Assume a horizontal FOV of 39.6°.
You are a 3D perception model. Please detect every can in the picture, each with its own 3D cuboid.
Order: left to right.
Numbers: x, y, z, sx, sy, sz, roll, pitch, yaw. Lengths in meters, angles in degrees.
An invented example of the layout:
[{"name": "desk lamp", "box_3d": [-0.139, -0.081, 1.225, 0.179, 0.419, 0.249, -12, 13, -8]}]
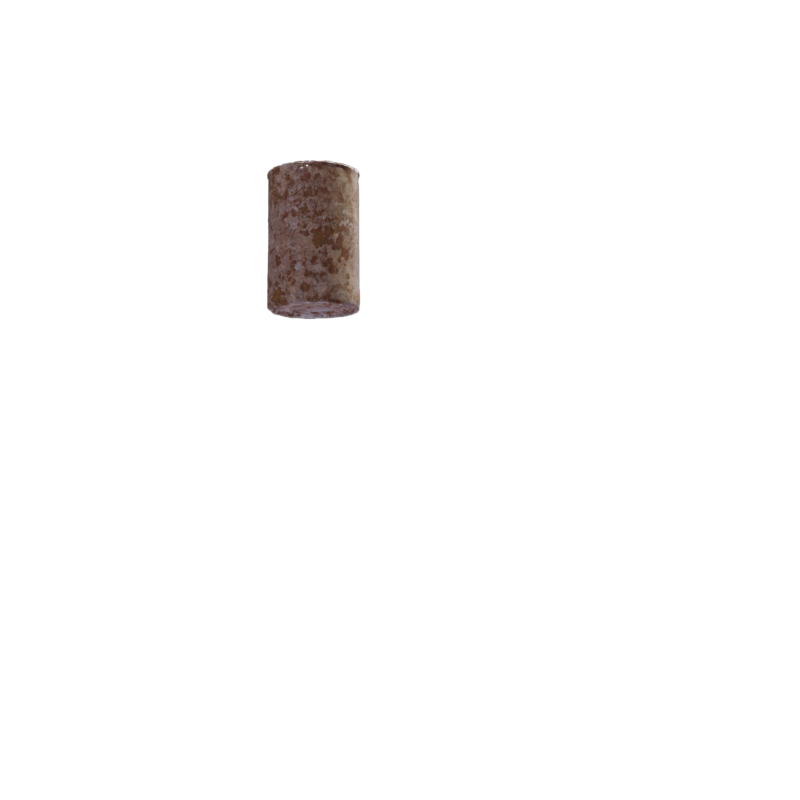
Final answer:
[{"name": "can", "box_3d": [-0.063, -0.114, 0.799, 0.068, 0.105, 0.067, 0, -11, -2]}]
